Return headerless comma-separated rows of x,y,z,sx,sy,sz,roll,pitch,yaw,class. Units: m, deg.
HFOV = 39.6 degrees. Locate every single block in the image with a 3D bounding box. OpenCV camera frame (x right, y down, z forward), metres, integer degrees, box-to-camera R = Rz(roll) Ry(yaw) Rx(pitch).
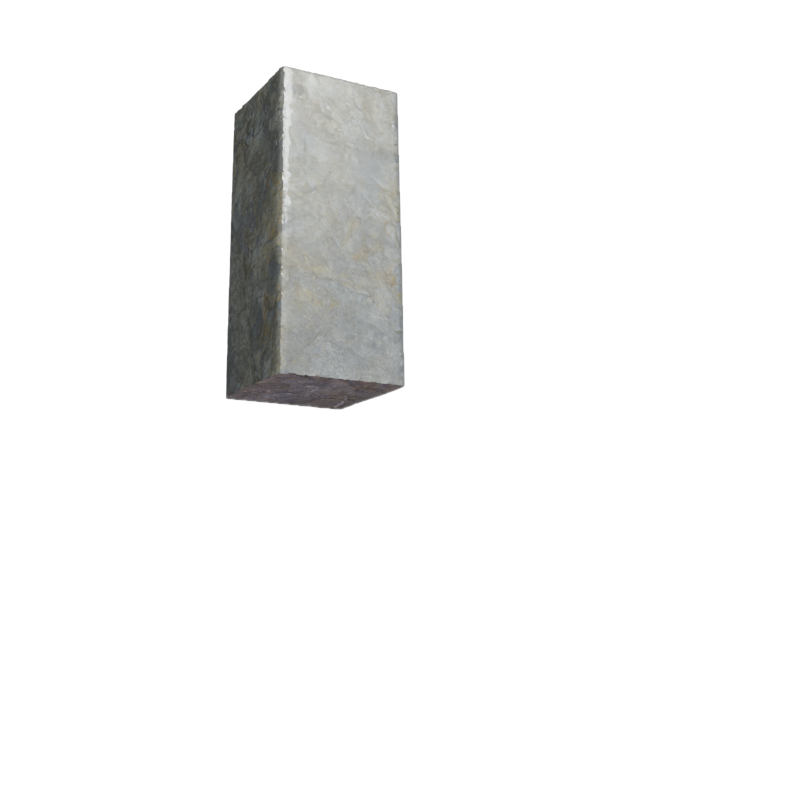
-0.059,-0.107,0.748,0.087,0.215,0.090,8,-20,-28,block
